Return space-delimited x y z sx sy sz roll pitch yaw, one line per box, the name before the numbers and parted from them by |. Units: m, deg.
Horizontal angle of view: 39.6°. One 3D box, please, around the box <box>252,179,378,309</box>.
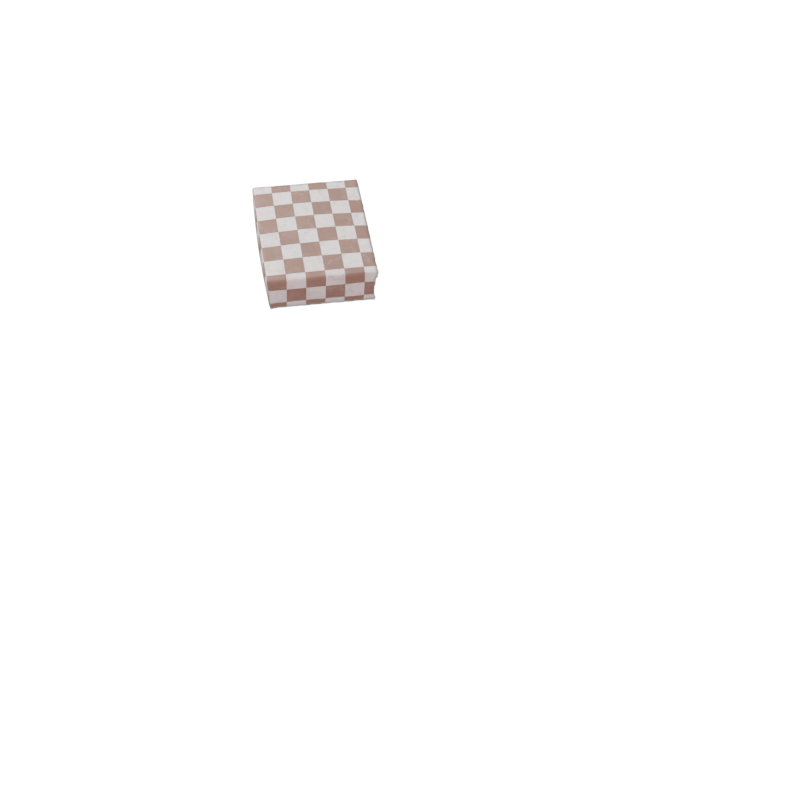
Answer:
box | -0.071 -0.130 0.910 0.089 0.122 0.036 -7 -39 -6
